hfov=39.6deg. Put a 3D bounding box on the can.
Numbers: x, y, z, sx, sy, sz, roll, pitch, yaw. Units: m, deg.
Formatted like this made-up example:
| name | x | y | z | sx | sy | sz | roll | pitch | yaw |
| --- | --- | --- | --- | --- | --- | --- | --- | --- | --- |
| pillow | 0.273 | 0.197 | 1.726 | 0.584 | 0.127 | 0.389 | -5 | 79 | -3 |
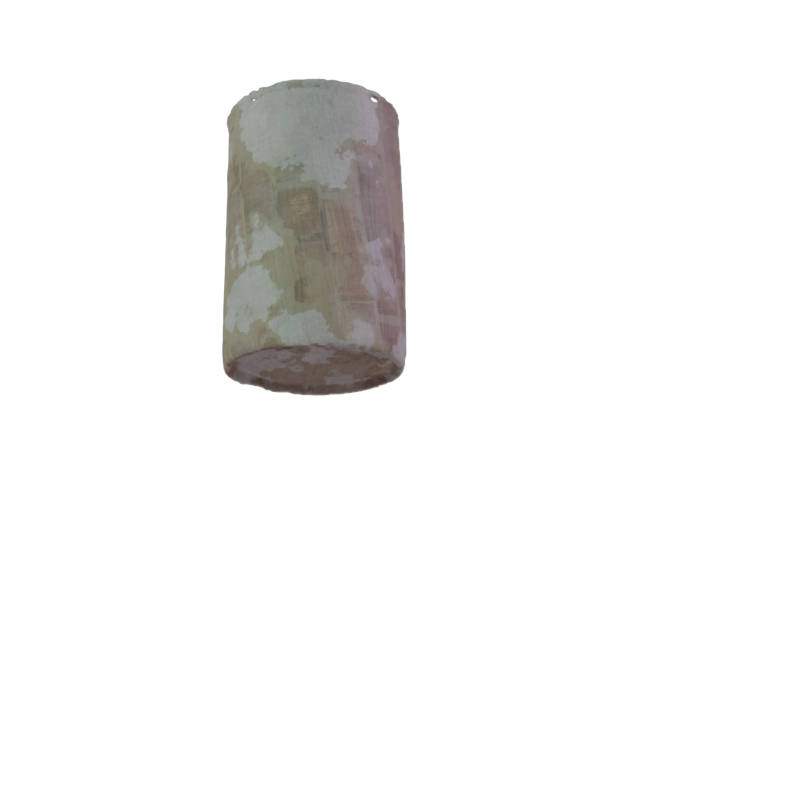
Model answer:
| name | x | y | z | sx | sy | sz | roll | pitch | yaw |
| --- | --- | --- | --- | --- | --- | --- | --- | --- | --- |
| can | -0.033 | -0.060 | 0.418 | 0.068 | 0.107 | 0.065 | 0 | -20 | -2 |
